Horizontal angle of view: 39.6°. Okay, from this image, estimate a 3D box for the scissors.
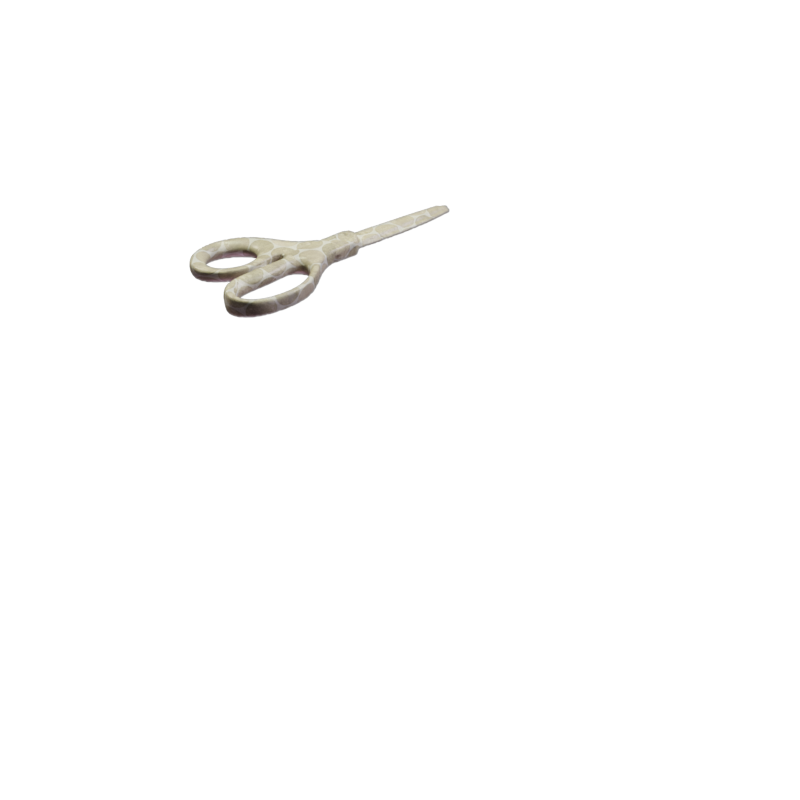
[{"bbox_3d":[-0.058,-0.106,0.744,0.101,0.015,0.203,19,37,27],"label":"scissors"}]
